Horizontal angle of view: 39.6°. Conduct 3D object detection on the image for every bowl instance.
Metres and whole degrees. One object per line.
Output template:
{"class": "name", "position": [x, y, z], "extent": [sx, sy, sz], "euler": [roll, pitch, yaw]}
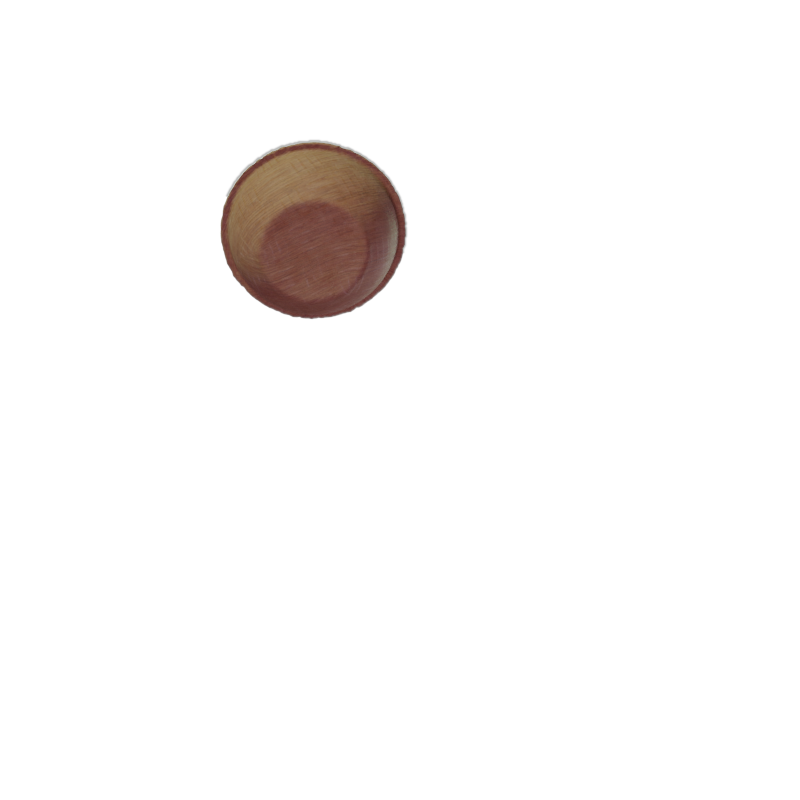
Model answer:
{"class": "bowl", "position": [-0.073, -0.134, 0.938], "extent": [0.162, 0.155, 0.058], "euler": [1, 20, -1]}
